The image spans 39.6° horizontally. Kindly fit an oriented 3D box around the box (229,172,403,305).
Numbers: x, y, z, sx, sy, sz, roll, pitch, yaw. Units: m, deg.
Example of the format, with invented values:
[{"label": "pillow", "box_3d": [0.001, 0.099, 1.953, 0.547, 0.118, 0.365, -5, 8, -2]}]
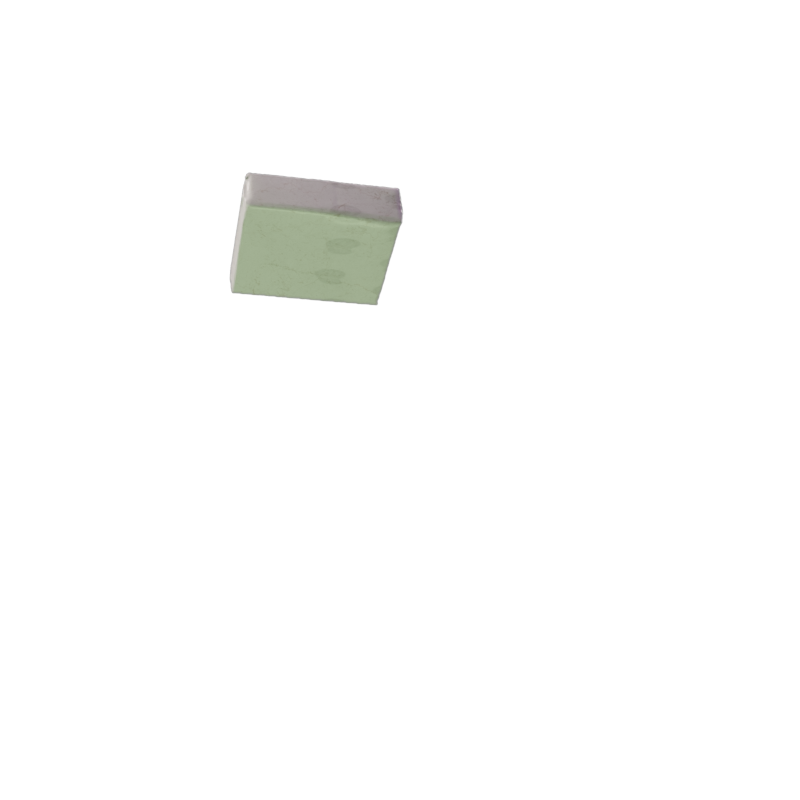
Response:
[{"label": "box", "box_3d": [-0.062, -0.114, 0.795, 0.112, 0.042, 0.085, 7, -42, -8]}]
